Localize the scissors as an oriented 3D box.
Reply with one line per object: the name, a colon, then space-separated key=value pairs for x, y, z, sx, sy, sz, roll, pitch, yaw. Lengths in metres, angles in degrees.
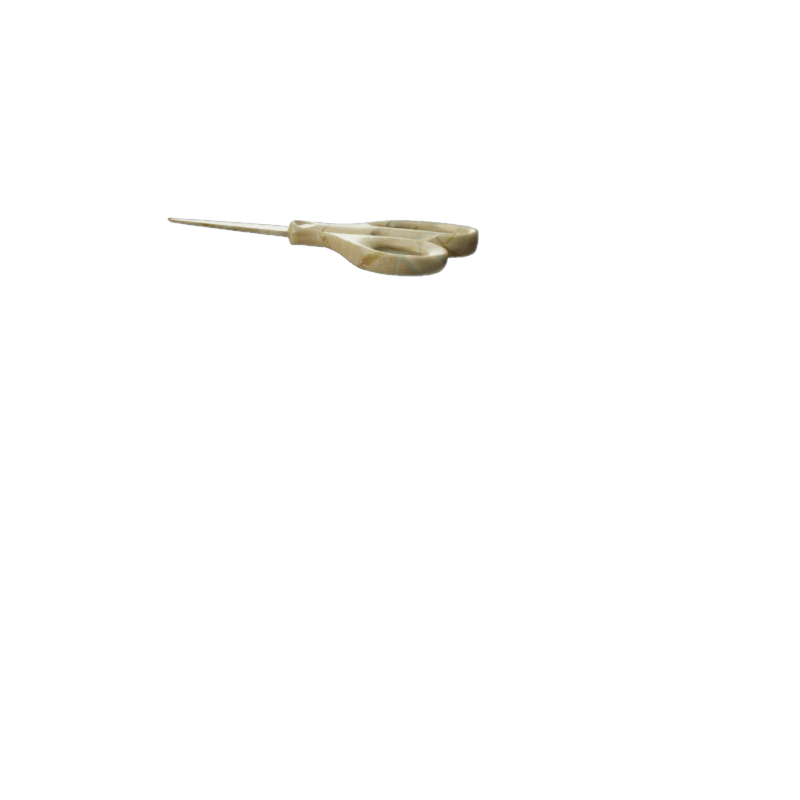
scissors: x=-0.053 y=-0.097 z=0.679 sx=0.203 sy=0.015 sz=0.100 roll=2 pitch=22 yaw=5
